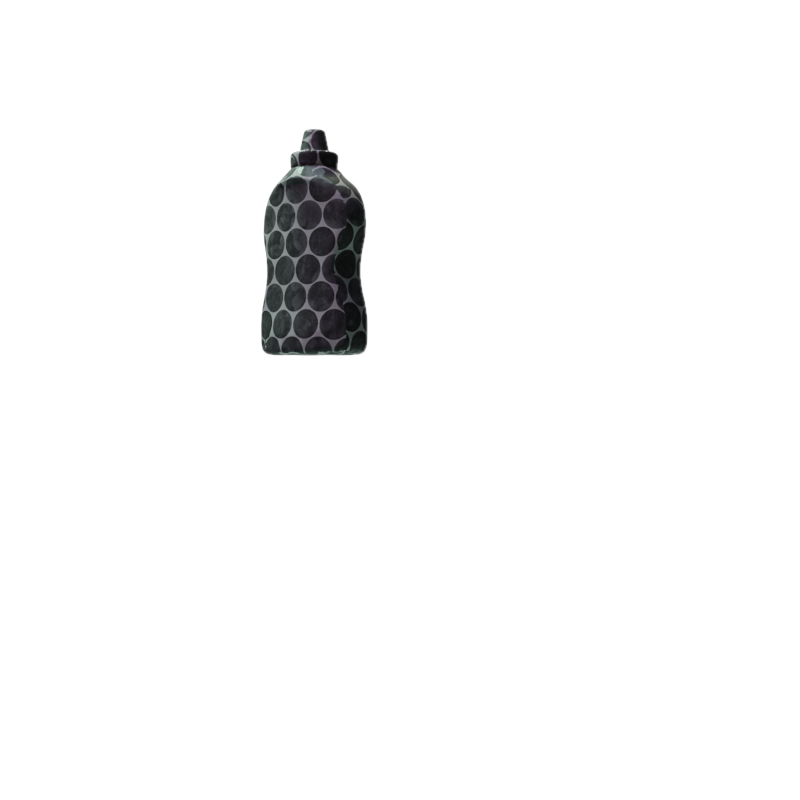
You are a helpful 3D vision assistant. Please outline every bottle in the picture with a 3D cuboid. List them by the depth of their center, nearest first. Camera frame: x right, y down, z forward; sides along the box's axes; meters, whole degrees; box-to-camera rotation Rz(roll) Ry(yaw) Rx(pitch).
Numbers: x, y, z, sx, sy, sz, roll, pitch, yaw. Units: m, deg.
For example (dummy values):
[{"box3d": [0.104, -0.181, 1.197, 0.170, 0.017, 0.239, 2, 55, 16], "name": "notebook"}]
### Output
[{"box3d": [-0.073, -0.134, 0.941, 0.099, 0.194, 0.056, -4, -7, 40], "name": "bottle"}]
